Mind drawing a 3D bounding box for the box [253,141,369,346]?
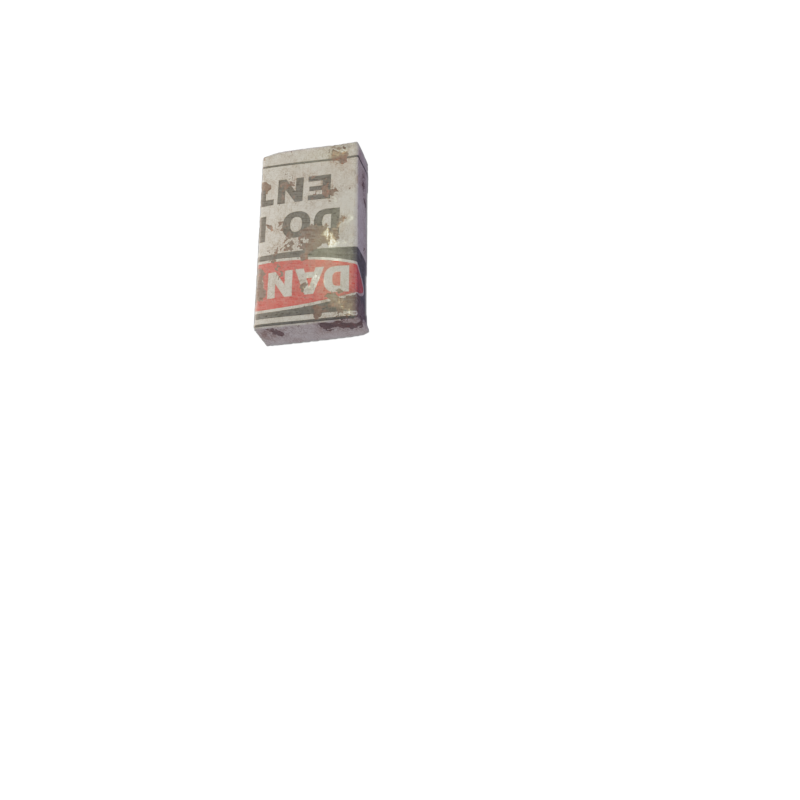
[{"bbox_3d":[-0.076,-0.139,0.972,0.094,0.186,0.045,-8,-26,13],"label":"box"}]
